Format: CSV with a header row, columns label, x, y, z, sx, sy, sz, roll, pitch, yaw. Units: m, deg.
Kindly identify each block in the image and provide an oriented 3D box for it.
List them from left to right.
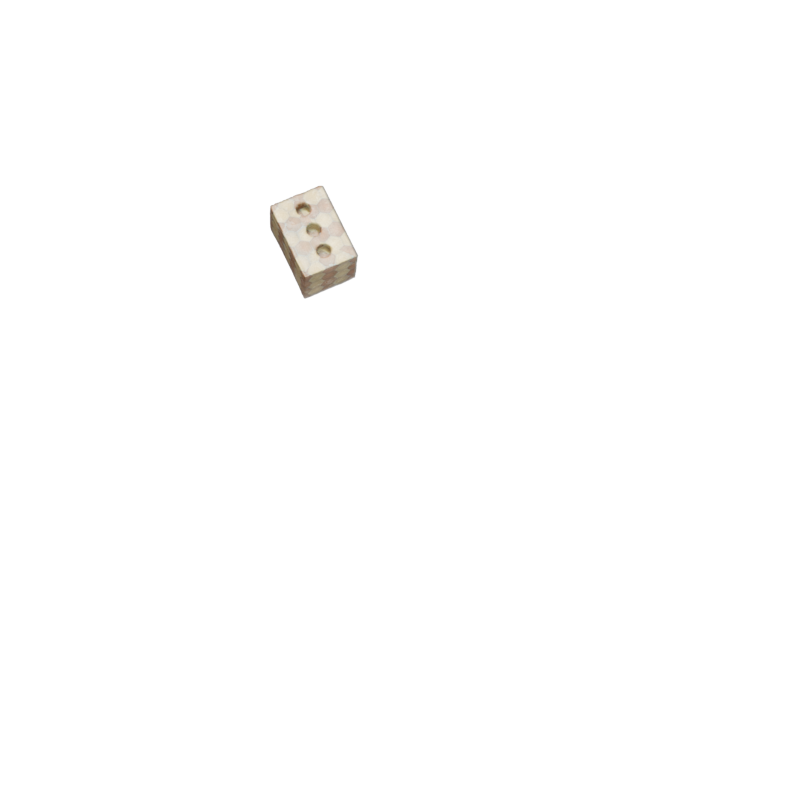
label,x,y,z,sx,sy,sz,roll,pitch,yaw
block,-0.077,-0.140,0.981,0.052,0.082,0.049,-23,-20,-11
